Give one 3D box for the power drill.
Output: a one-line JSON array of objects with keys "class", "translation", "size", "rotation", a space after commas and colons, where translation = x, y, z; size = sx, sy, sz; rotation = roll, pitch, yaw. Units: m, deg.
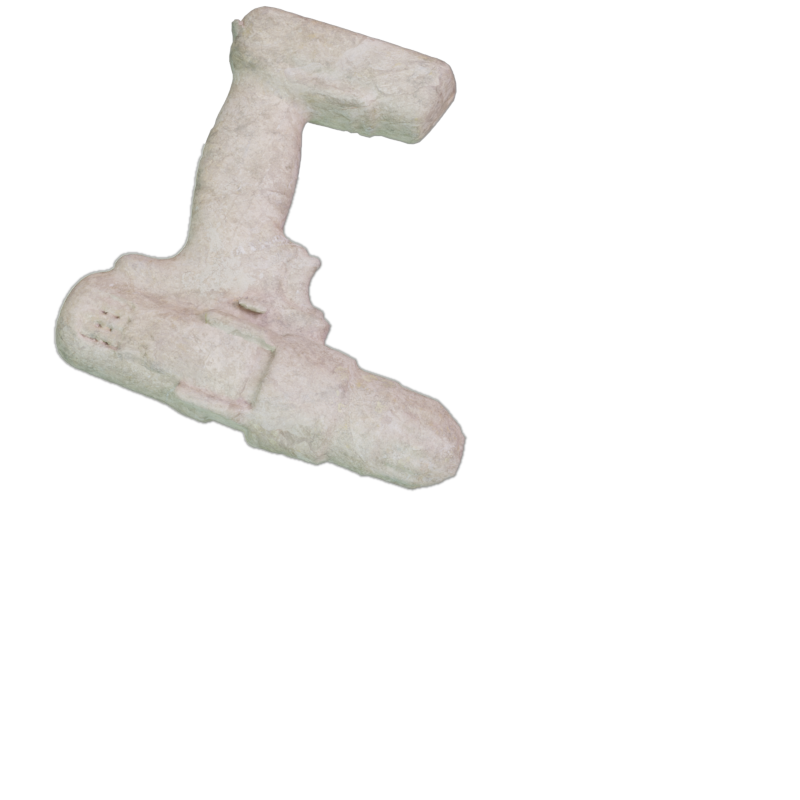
[{"class": "power drill", "translation": [-0.039, -0.071, 0.495], "size": [0.186, 0.193, 0.055], "rotation": [19, -14, 5]}]
